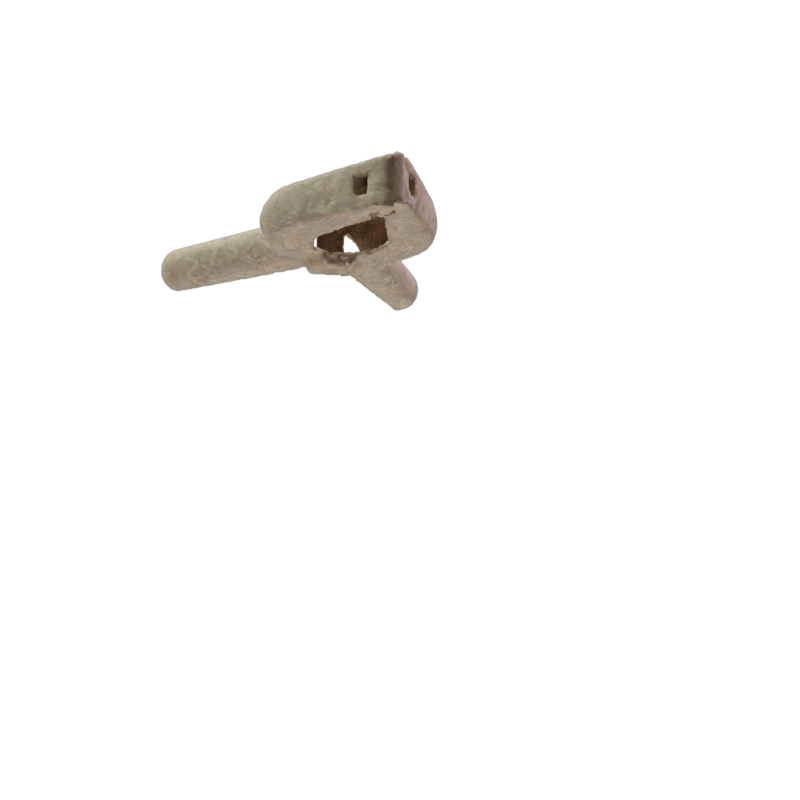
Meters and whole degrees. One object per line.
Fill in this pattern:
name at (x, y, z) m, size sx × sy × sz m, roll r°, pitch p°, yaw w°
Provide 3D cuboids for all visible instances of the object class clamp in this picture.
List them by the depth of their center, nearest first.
clamp at (-0.048, -0.088, 0.619) m, size 0.162 × 0.038 × 0.206 m, roll 2°, pitch -10°, yaw -12°
